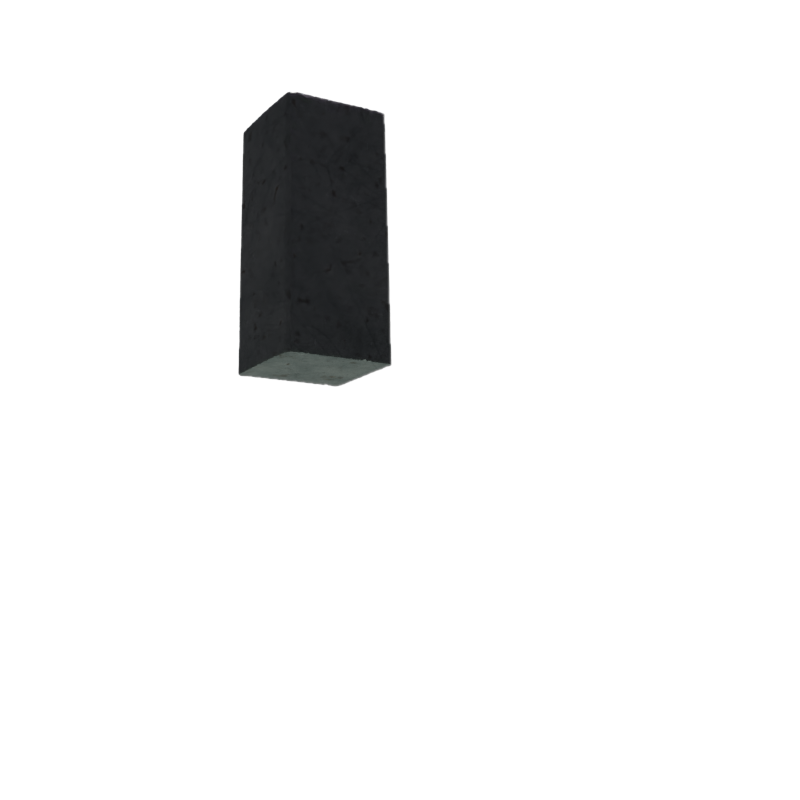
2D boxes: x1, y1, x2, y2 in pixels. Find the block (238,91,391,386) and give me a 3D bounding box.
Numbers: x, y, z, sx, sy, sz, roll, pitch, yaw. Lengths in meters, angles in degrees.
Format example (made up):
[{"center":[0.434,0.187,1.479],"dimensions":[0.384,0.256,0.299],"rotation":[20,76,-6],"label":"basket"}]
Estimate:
[{"center":[-0.068,-0.125,0.872],"dimensions":[0.087,0.215,0.090],"rotation":[9,-20,-29],"label":"block"}]
